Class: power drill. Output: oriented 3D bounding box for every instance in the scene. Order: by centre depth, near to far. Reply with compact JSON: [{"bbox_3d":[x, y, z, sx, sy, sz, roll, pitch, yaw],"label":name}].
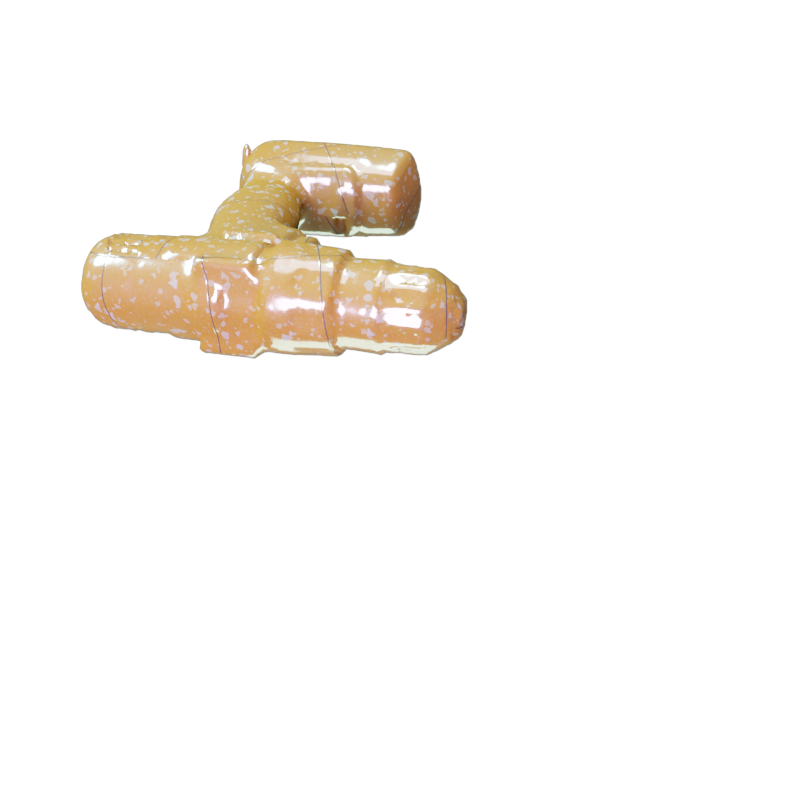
[{"bbox_3d":[-0.045,-0.082,0.573,0.189,0.054,0.193,7,28,14],"label":"power drill"}]
